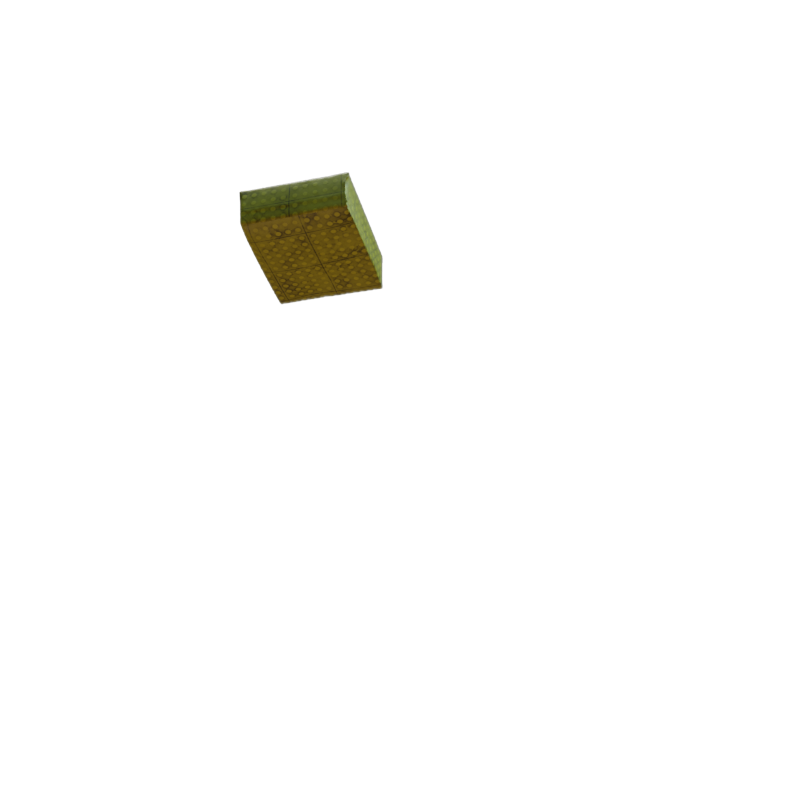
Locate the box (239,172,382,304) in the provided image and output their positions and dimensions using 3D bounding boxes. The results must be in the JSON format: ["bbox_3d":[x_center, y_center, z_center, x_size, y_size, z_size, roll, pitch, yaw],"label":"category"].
[{"bbox_3d":[-0.069,-0.126,0.883,0.091,0.042,0.105,-8,-33,12],"label":"box"}]
